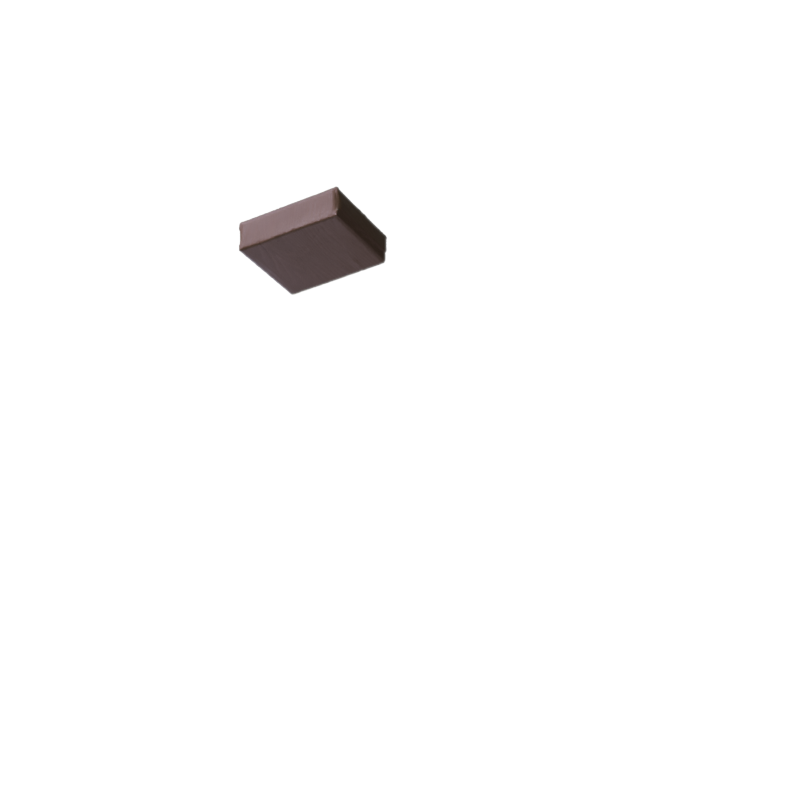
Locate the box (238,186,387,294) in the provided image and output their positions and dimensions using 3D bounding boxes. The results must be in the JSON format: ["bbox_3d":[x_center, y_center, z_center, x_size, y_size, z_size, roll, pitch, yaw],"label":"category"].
[{"bbox_3d":[-0.065,-0.120,0.838,0.090,0.032,0.068,-17,-34,26],"label":"box"}]
